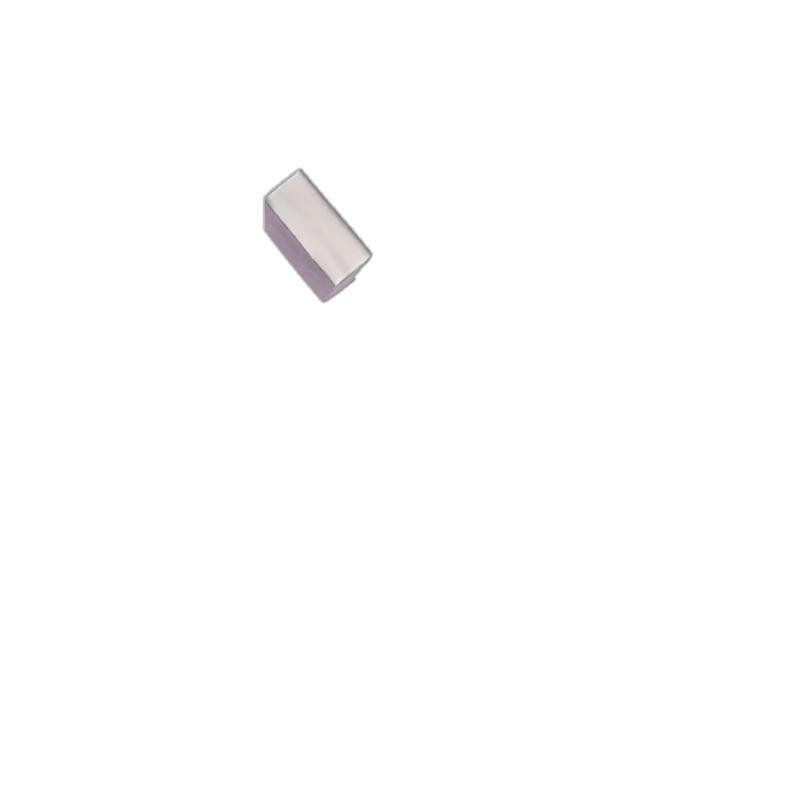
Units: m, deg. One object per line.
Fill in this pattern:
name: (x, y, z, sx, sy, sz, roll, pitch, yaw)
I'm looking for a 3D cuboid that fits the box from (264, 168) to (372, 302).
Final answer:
box: (-0.075, -0.136, 0.954, 0.048, 0.094, 0.175, -40, 2, -3)
